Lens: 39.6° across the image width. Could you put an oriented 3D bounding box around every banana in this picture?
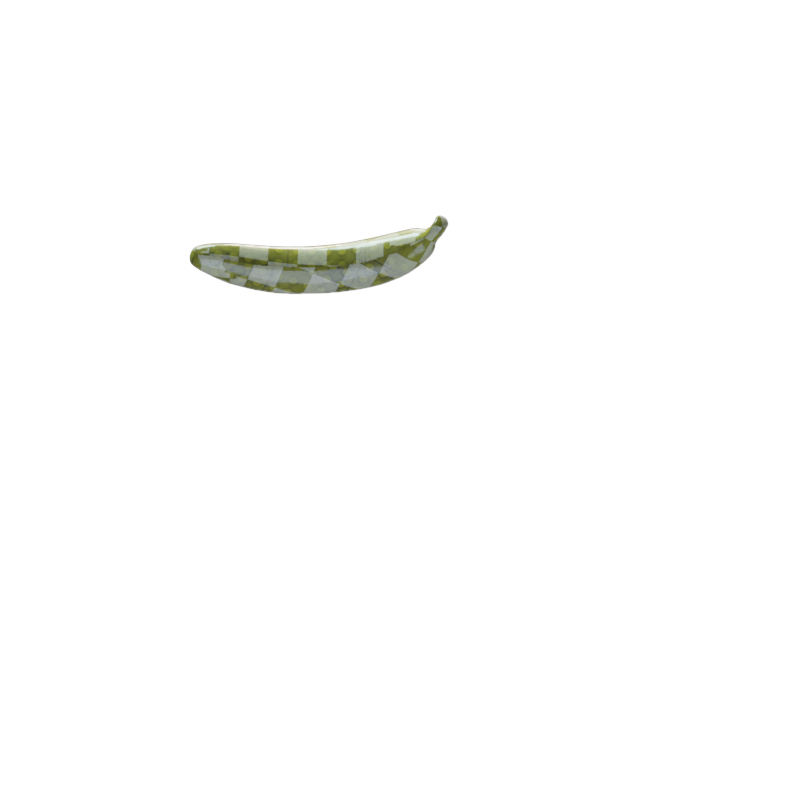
[{"bbox_3d":[-0.059,-0.110,0.851,0.199,0.039,0.064,-7,-39,9],"label":"banana"}]
